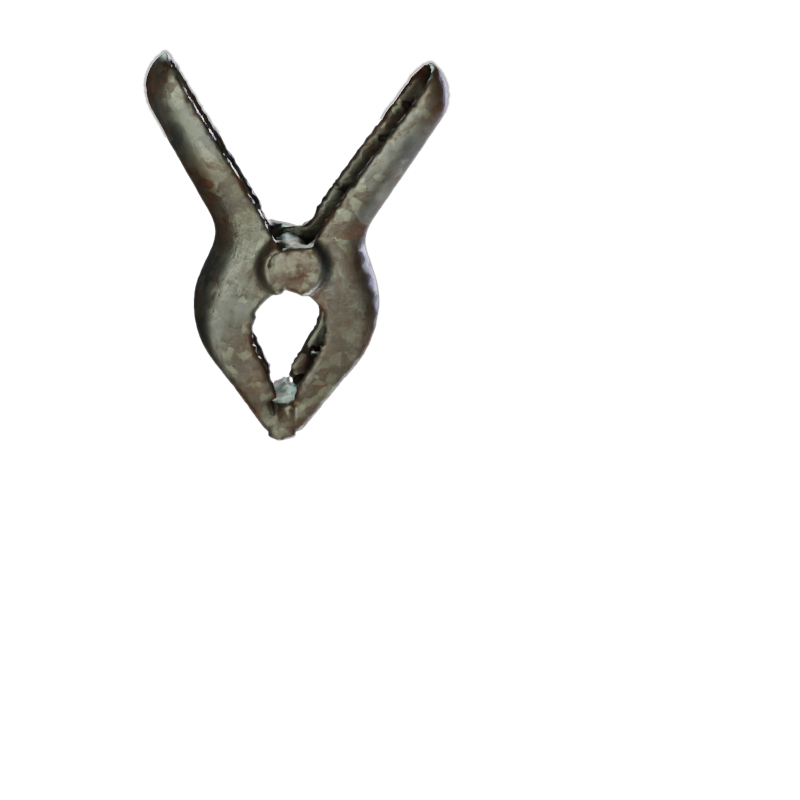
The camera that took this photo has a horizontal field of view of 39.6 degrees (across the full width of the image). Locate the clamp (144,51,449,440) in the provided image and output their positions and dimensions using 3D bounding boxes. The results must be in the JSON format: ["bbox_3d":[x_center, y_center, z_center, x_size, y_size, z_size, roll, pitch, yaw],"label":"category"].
[{"bbox_3d":[-0.036,-0.067,0.466,0.120,0.162,0.041,-4,25,1],"label":"clamp"}]
